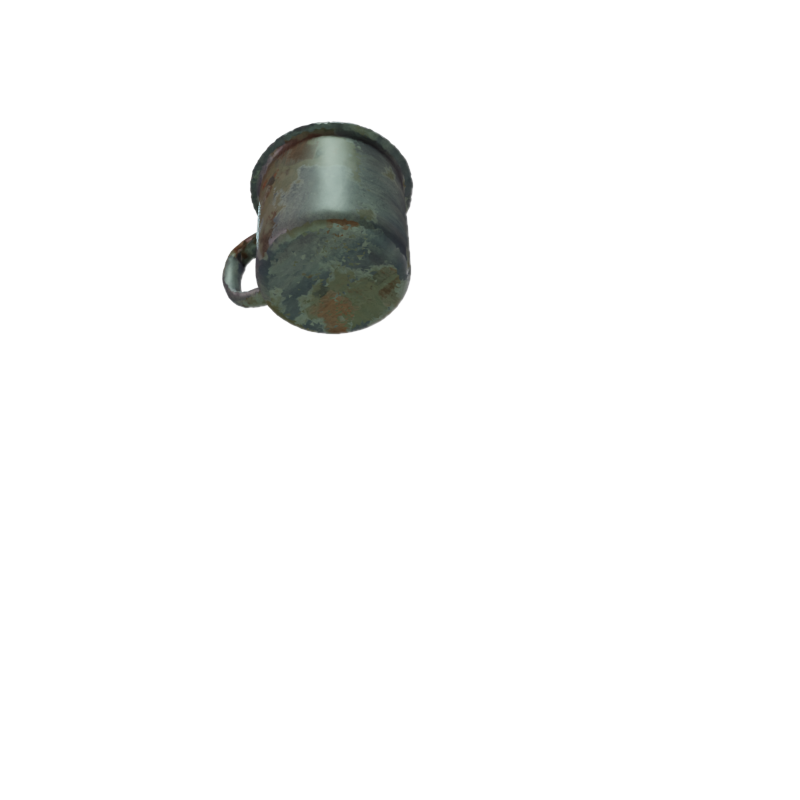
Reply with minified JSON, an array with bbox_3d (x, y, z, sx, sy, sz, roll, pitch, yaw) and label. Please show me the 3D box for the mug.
[{"bbox_3d":[-0.047,-0.086,0.606,0.118,0.087,0.086,-22,-51,18],"label":"mug"}]
